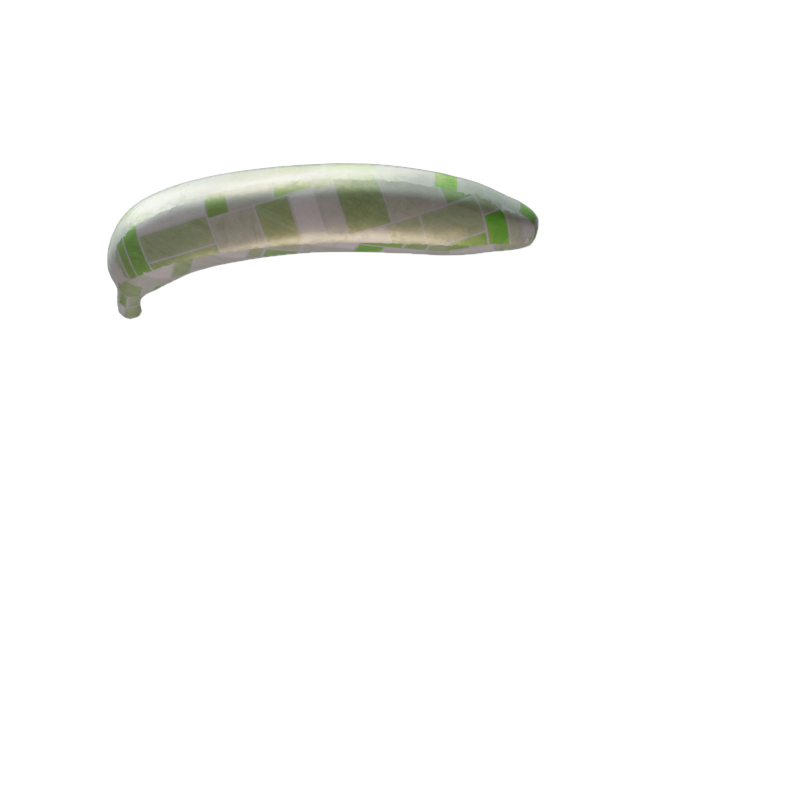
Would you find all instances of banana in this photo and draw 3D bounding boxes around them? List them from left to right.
[{"bbox_3d":[-0.047,-0.072,0.459,0.201,0.038,0.065,-6,-18,21],"label":"banana"}]
